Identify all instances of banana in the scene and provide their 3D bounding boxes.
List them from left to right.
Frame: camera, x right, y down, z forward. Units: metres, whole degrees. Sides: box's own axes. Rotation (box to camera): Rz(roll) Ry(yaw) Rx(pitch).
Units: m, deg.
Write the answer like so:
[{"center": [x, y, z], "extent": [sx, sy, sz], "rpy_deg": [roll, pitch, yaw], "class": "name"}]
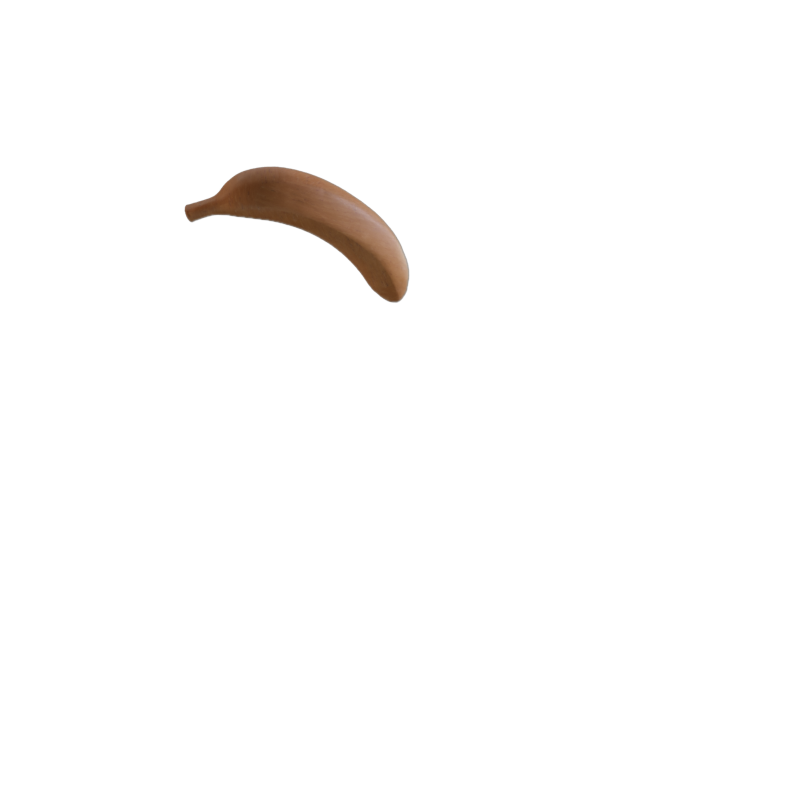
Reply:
[{"center": [-0.052, -0.119, 0.774], "extent": [0.186, 0.039, 0.069], "rpy_deg": [21, -34, -36], "class": "banana"}]
